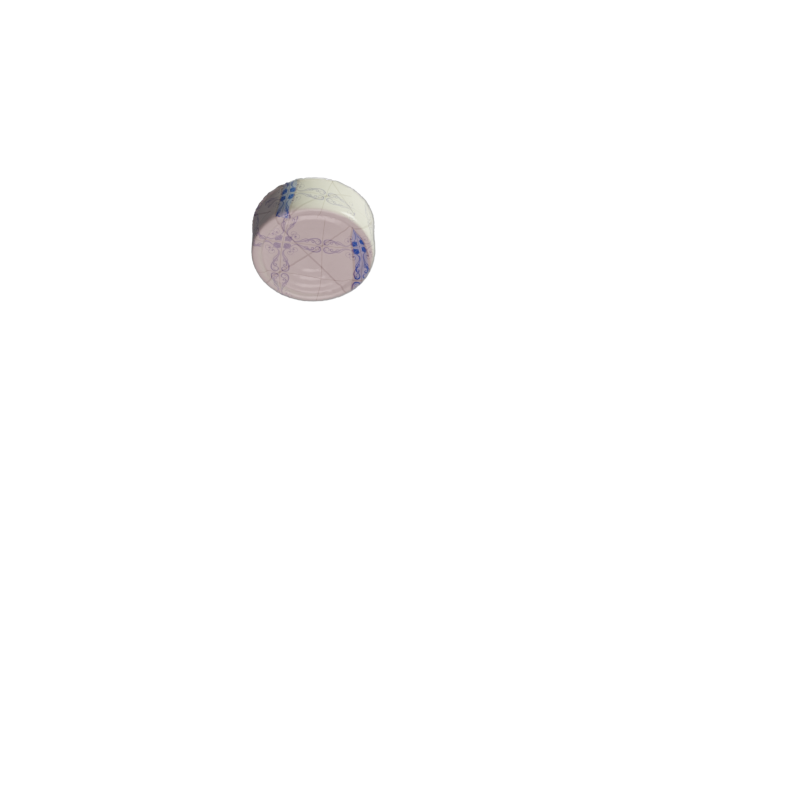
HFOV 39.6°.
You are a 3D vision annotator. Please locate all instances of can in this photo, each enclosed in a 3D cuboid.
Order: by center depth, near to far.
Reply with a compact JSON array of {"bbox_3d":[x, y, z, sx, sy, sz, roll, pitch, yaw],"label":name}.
[{"bbox_3d":[-0.060,-0.109,0.761,0.086,0.080,0.036,1,42,-1],"label":"can"}]
